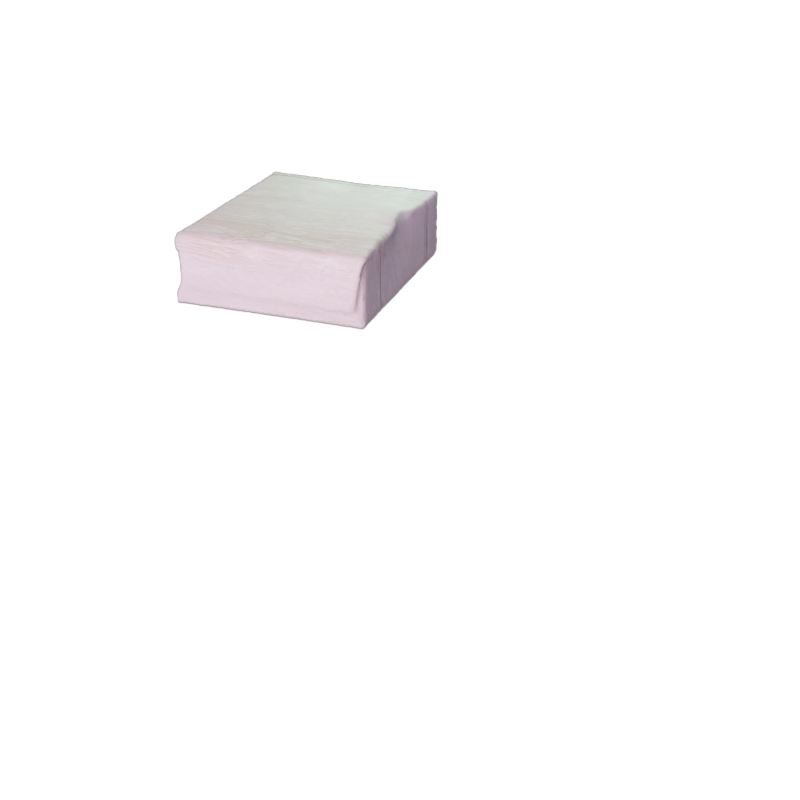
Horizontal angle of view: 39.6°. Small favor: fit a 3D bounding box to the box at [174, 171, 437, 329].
[{"bbox_3d":[-0.033,-0.060,0.422,0.075,0.029,0.091,9,27,18],"label":"box"}]
